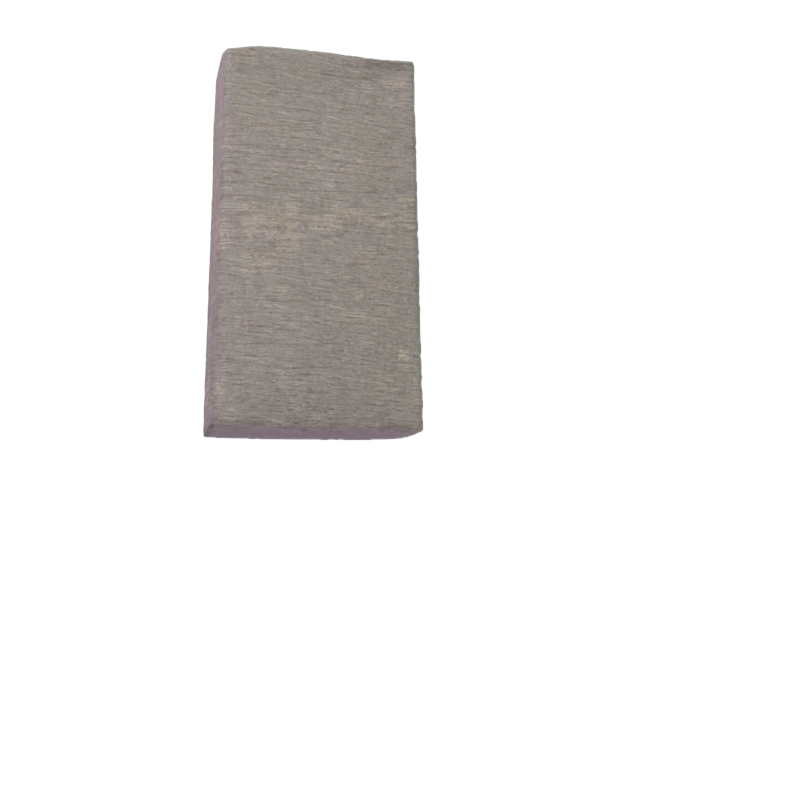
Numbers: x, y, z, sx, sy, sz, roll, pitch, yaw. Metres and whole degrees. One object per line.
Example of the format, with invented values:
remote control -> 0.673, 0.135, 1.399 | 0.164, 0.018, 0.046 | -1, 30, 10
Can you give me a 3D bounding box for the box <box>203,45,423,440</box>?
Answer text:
box -> -0.040, -0.072, 0.505 | 0.092, 0.183, 0.047 | 2, -15, -12
